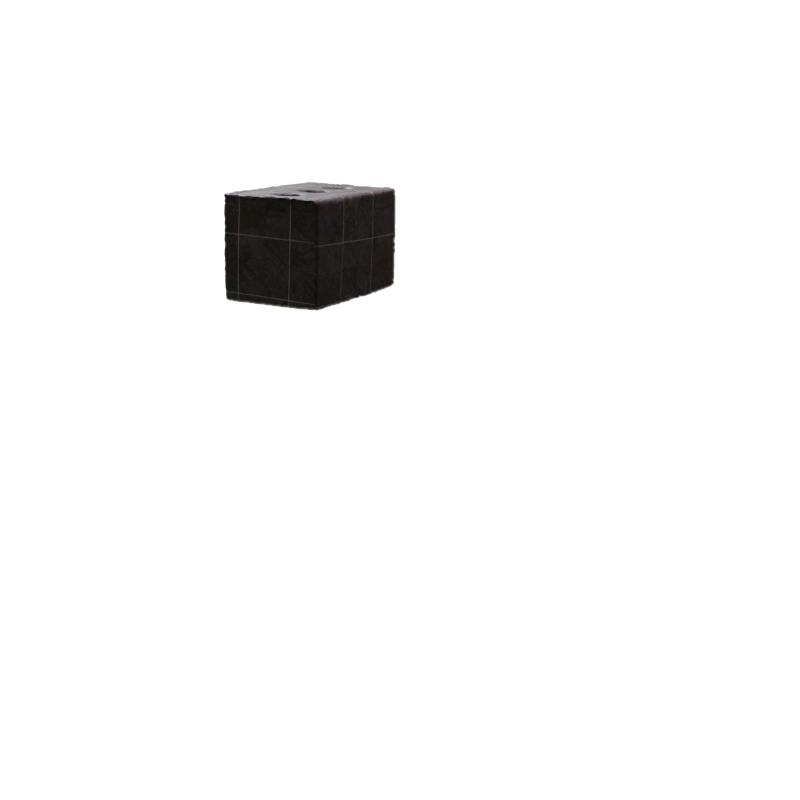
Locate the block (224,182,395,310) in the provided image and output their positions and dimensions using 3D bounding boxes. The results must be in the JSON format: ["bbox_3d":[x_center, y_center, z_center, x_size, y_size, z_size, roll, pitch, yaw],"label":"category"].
[{"bbox_3d":[-0.042,-0.077,0.538,0.055,0.050,0.077,7,15,28],"label":"block"}]
